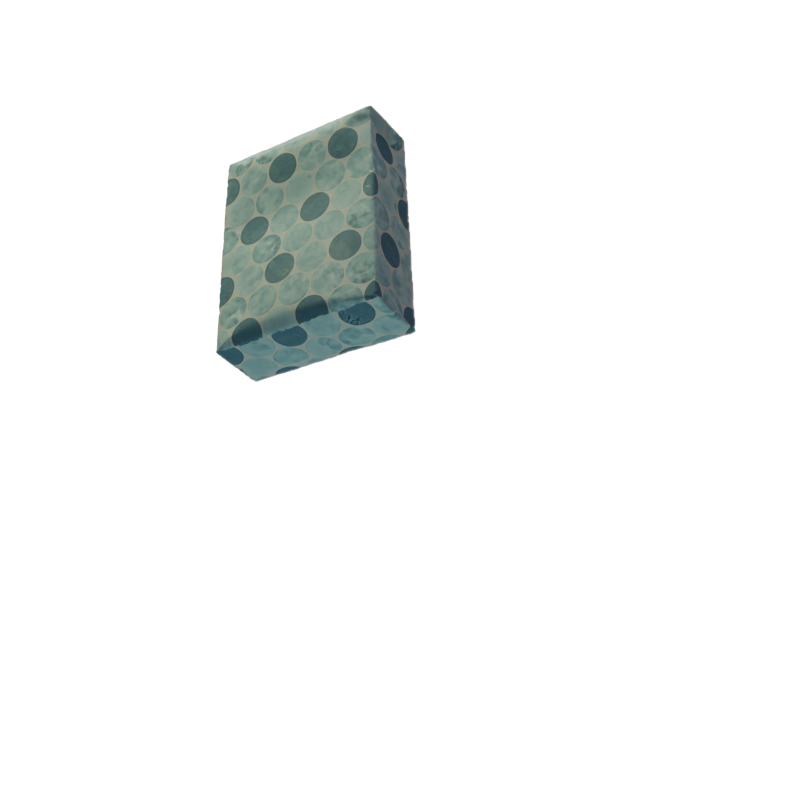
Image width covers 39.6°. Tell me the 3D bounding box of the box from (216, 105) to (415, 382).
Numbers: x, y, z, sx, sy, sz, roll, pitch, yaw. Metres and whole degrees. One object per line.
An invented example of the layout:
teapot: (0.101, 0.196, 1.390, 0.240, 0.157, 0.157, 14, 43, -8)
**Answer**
box: (-0.078, -0.142, 0.993, 0.166, 0.228, 0.066, -18, -36, 24)
